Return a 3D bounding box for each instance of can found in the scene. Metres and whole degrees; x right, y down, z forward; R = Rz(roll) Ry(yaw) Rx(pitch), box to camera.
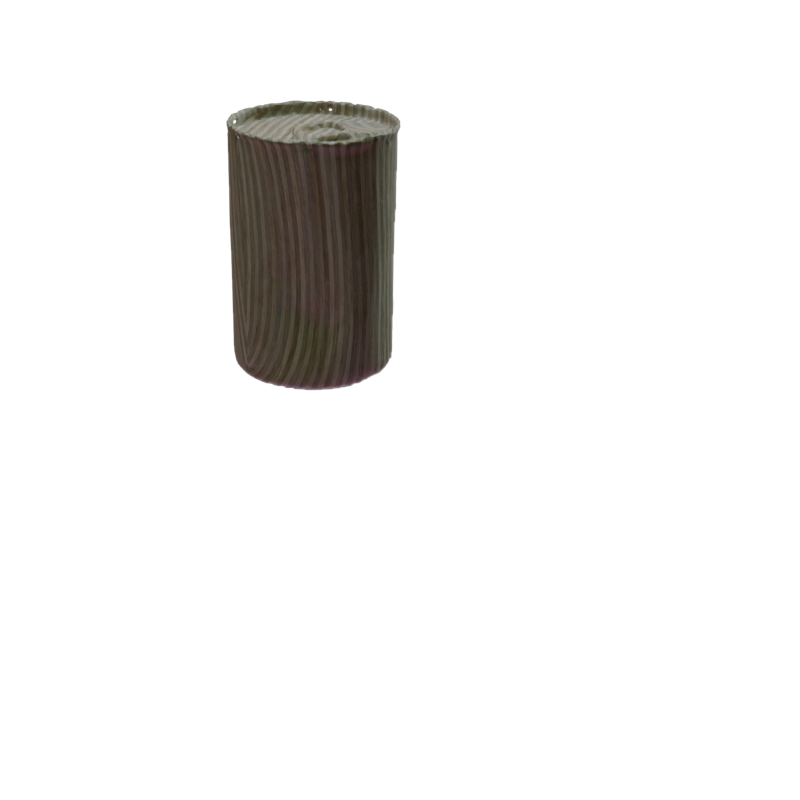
[{"bbox_3d":[-0.035,-0.064,0.449,0.068,0.097,0.072,0,23,-2],"label":"can"}]
